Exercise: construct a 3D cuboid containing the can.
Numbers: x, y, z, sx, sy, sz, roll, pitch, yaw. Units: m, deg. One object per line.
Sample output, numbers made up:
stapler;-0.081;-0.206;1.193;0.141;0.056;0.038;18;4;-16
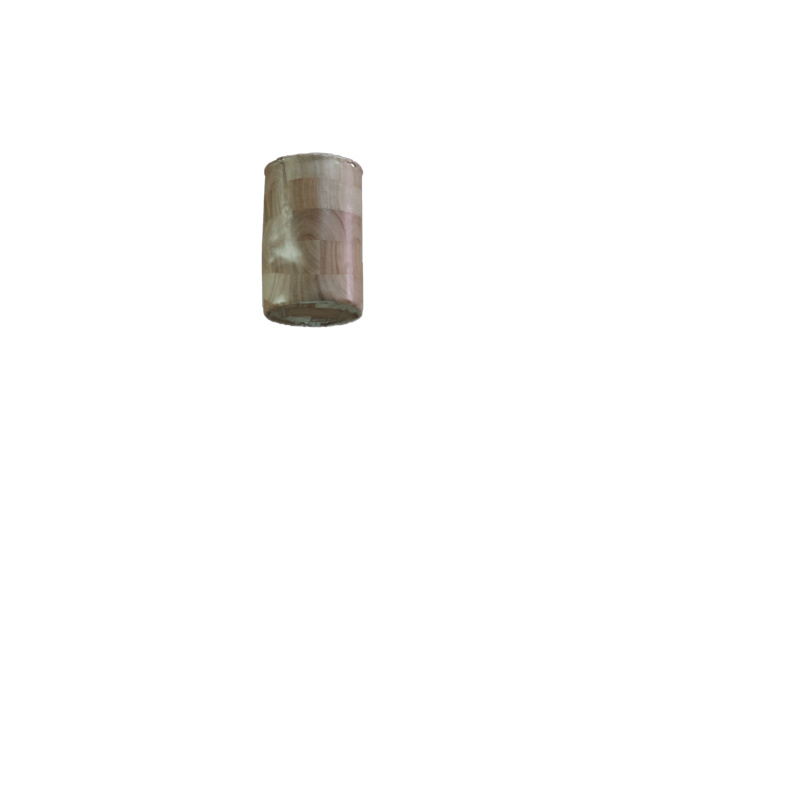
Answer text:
can;-0.058;-0.106;0.741;0.068;0.106;0.066;0;-16;-2
